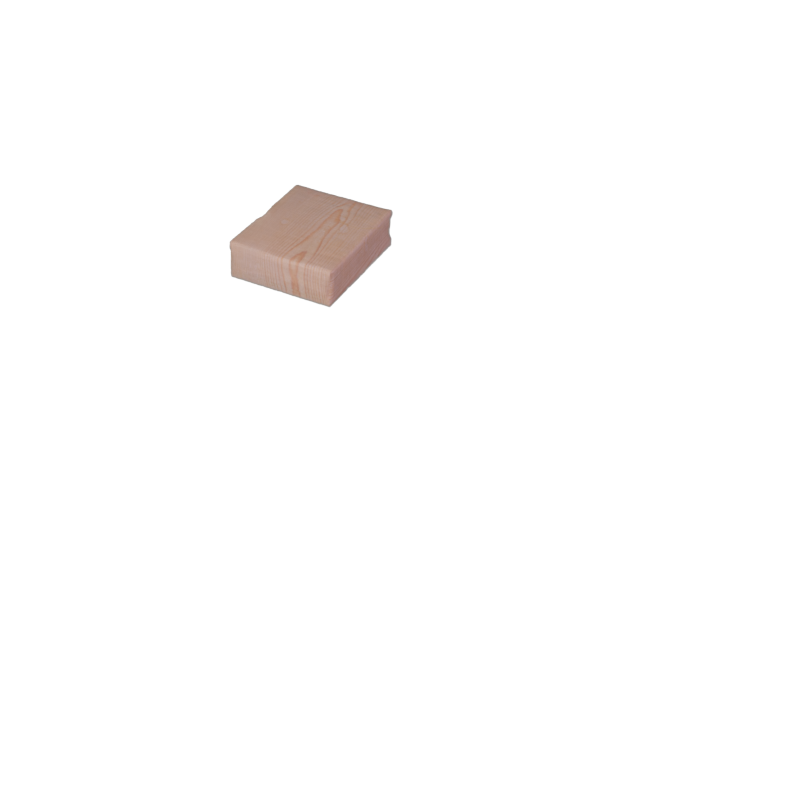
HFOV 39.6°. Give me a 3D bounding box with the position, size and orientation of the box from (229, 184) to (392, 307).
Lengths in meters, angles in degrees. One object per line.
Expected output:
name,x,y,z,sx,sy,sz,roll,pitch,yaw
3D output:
box,-0.056,-0.102,0.713,0.076,0.028,0.091,17,40,21
